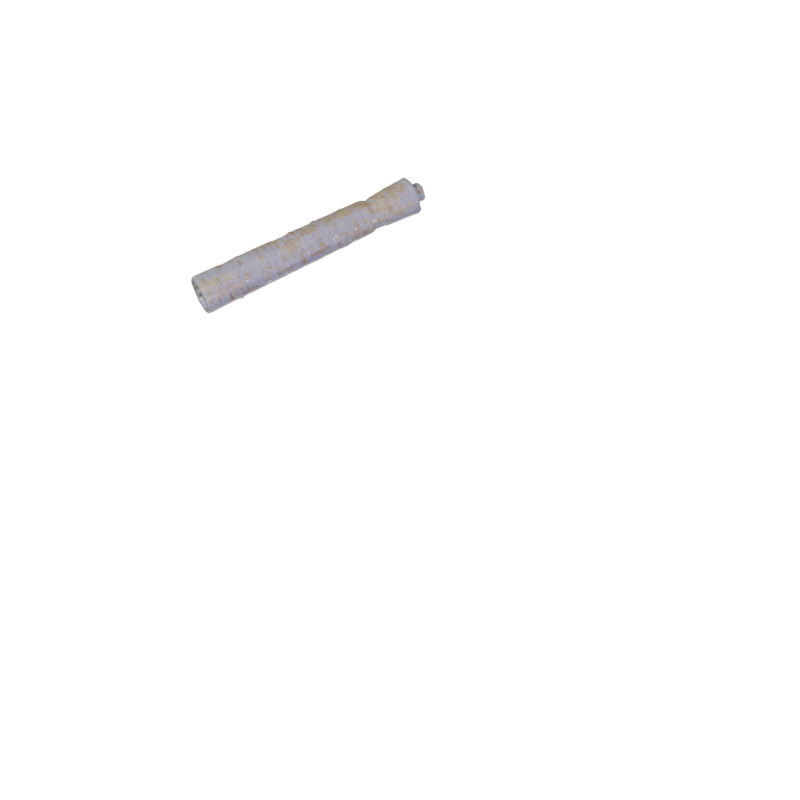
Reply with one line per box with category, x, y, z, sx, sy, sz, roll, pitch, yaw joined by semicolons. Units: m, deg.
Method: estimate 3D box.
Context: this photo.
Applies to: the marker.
marker;-0.041;-0.075;0.528;0.121;0.019;0.020;-28;12;-15
